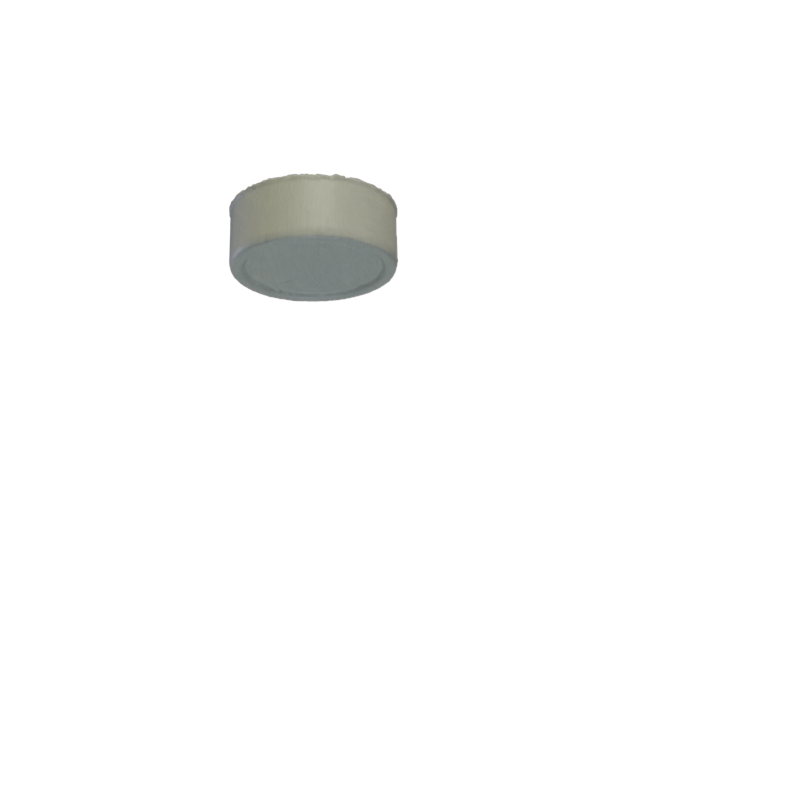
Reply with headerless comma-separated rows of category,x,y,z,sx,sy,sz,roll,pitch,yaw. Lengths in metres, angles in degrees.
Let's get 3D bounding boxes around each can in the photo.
can,-0.044,-0.080,0.558,0.086,0.035,0.082,0,-19,-2
